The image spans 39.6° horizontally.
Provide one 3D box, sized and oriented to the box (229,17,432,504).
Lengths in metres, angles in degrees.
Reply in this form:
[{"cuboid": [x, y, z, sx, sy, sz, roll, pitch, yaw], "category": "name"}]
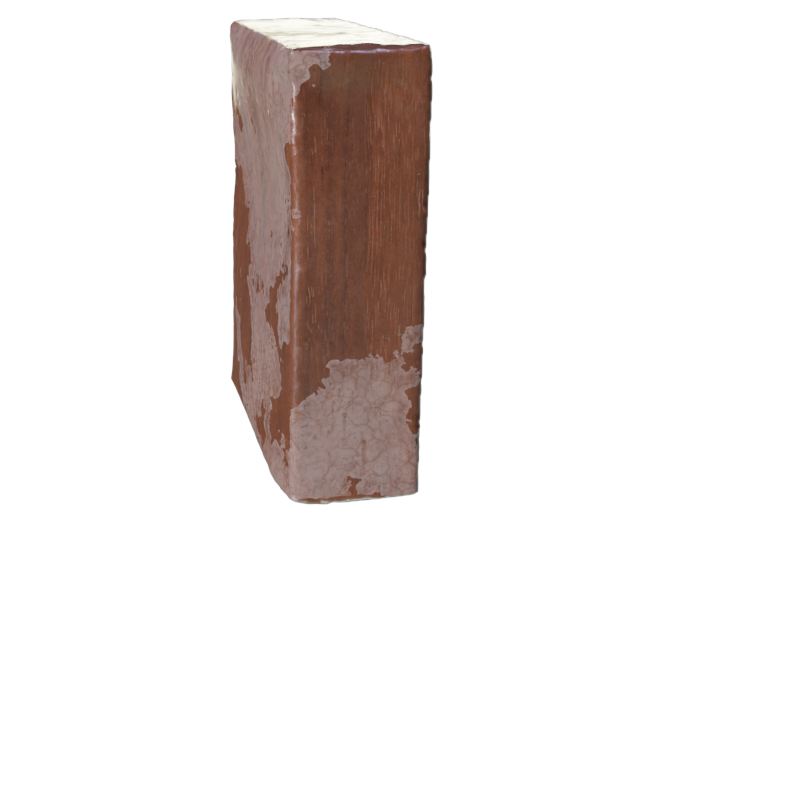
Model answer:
[{"cuboid": [-0.044, -0.081, 0.565, 0.071, 0.206, 0.174, -4, 19, -16], "category": "box"}]
